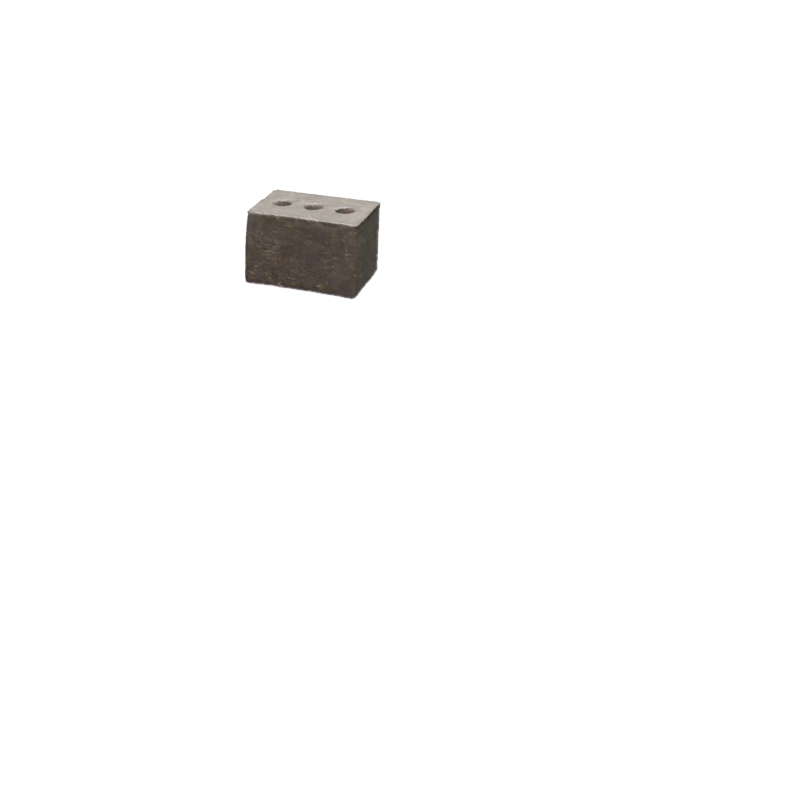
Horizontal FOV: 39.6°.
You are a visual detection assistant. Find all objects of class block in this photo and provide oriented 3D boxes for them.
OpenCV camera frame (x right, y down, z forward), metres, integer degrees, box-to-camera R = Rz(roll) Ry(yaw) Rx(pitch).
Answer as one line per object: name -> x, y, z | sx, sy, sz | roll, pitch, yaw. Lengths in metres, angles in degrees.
block -> -0.057, -0.105, 0.733 | 0.080, 0.049, 0.054 | 9, 27, 17
